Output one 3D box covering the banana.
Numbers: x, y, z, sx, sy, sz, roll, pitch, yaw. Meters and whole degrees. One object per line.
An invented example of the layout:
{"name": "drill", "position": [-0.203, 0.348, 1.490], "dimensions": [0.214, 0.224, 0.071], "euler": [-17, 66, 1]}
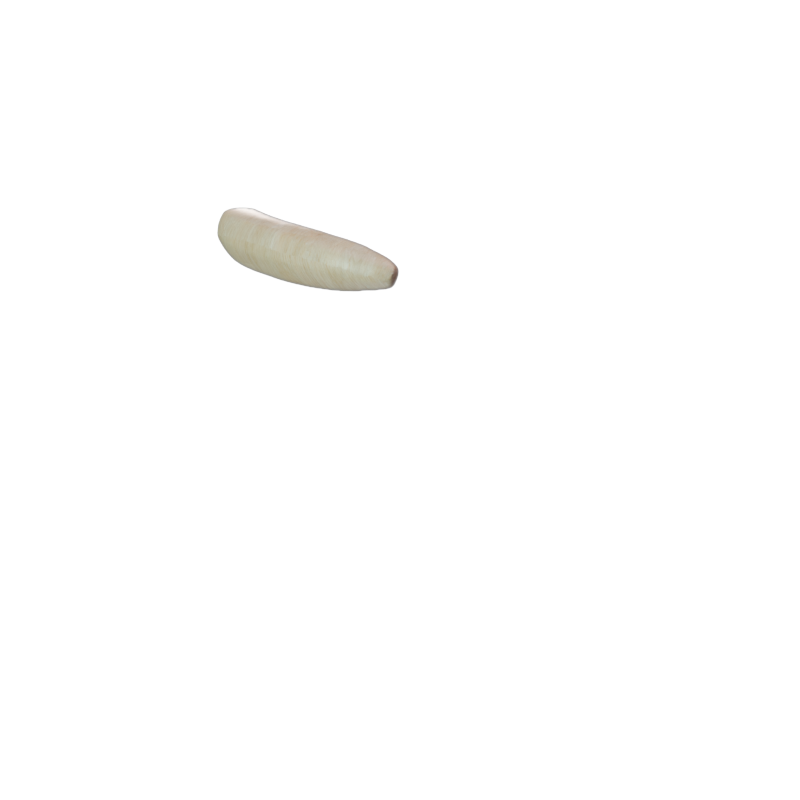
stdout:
{"name": "banana", "position": [-0.076, -0.105, 0.741], "dimensions": [0.068, 0.035, 0.210], "euler": [-9, 21, -26]}
